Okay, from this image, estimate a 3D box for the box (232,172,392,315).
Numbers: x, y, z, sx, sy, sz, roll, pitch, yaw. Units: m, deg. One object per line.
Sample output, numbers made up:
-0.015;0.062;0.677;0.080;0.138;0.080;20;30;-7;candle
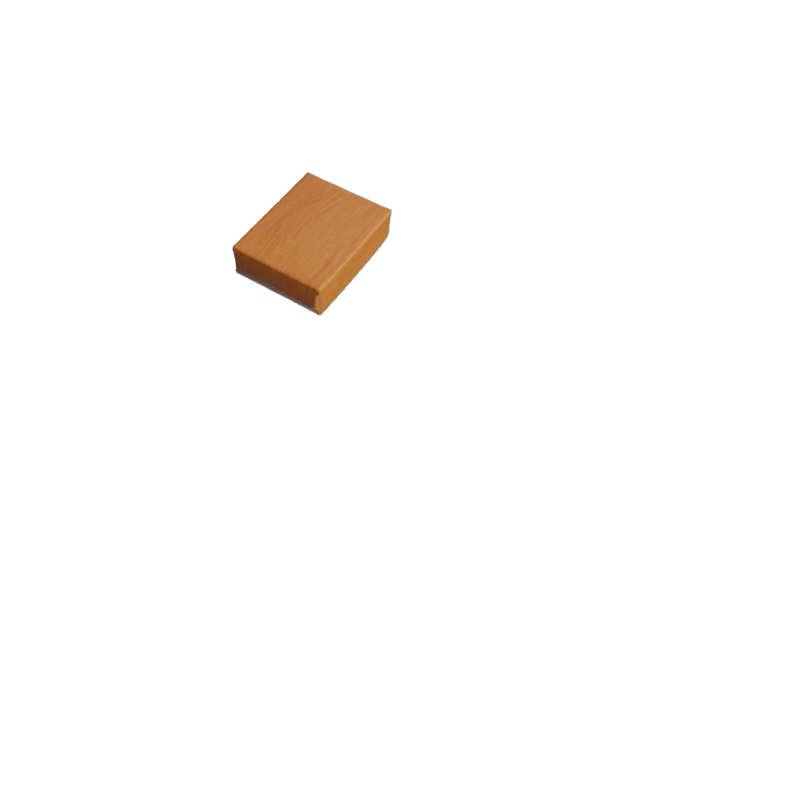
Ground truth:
-0.074;-0.135;0.943;0.094;0.036;0.116;26;54;20;box
